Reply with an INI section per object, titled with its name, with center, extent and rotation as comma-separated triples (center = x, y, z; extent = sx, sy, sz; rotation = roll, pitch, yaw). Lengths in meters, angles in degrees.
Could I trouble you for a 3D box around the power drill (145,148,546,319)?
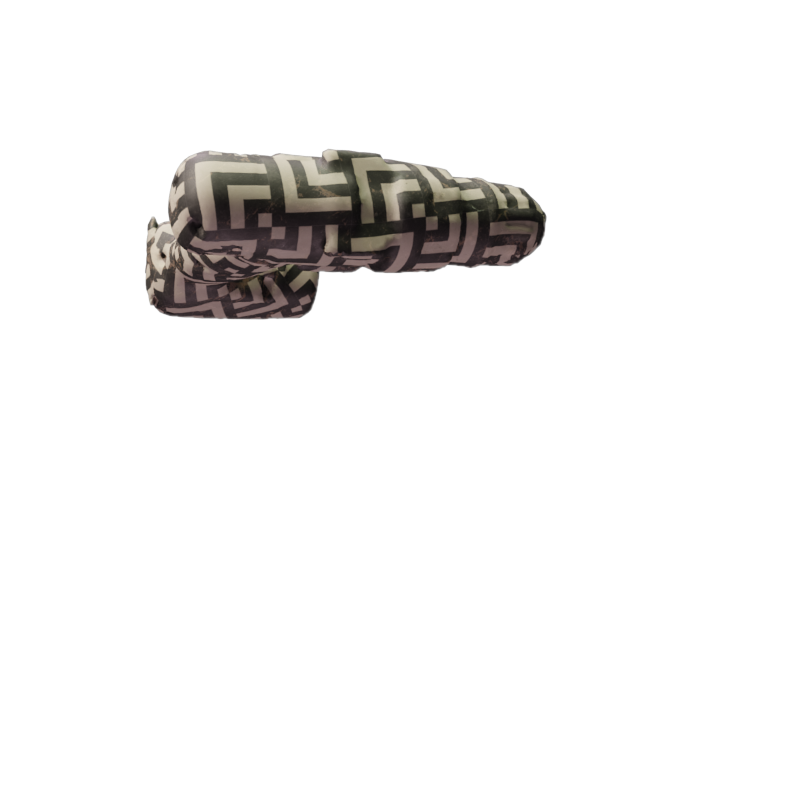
[power drill]
center = -0.045, -0.082, 0.572
extent = 0.179, 0.059, 0.189
rotation = 3, -7, -24
